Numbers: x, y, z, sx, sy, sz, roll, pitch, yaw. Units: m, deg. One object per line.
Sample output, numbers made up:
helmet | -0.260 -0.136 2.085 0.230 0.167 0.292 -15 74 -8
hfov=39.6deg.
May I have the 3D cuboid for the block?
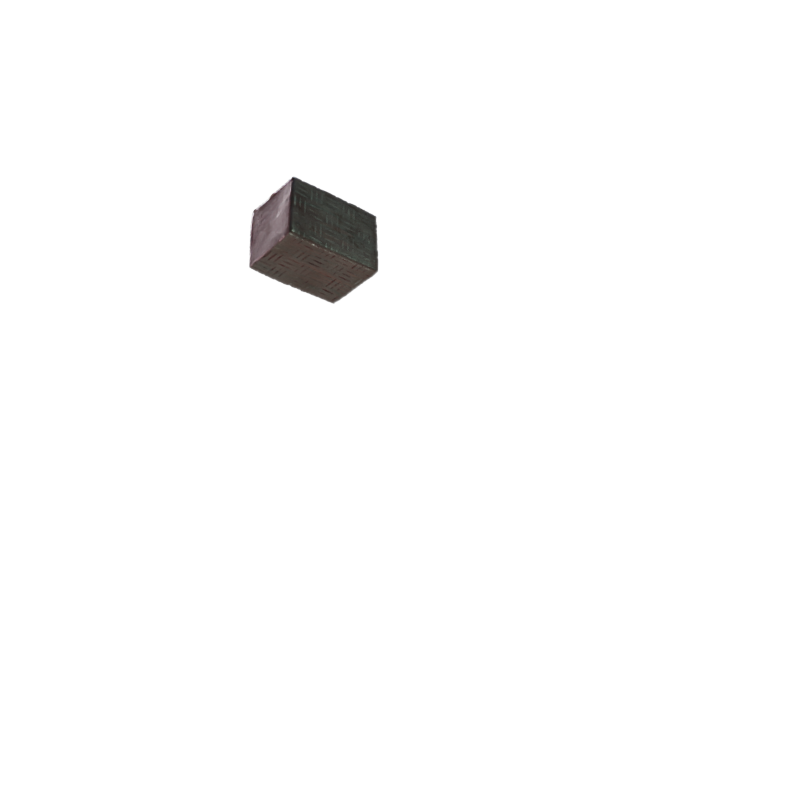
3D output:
block | -0.061 -0.112 0.785 0.074 0.055 0.052 22 -40 -32
